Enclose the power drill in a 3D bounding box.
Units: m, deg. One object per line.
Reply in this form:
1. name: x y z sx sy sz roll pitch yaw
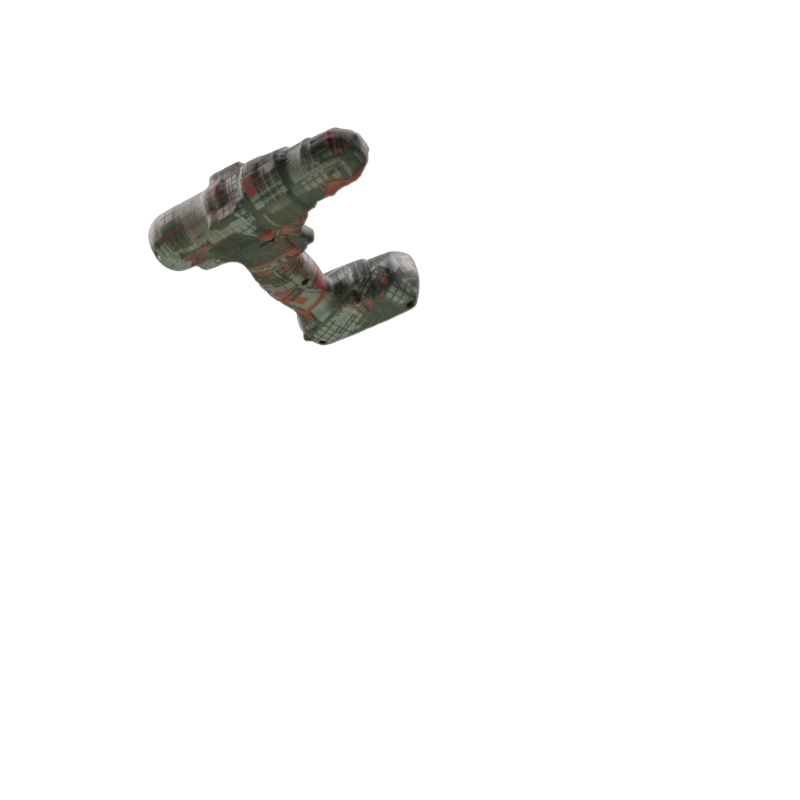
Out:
1. power drill: -0.065 -0.118 0.830 0.186 0.061 0.174 -20 -36 29
